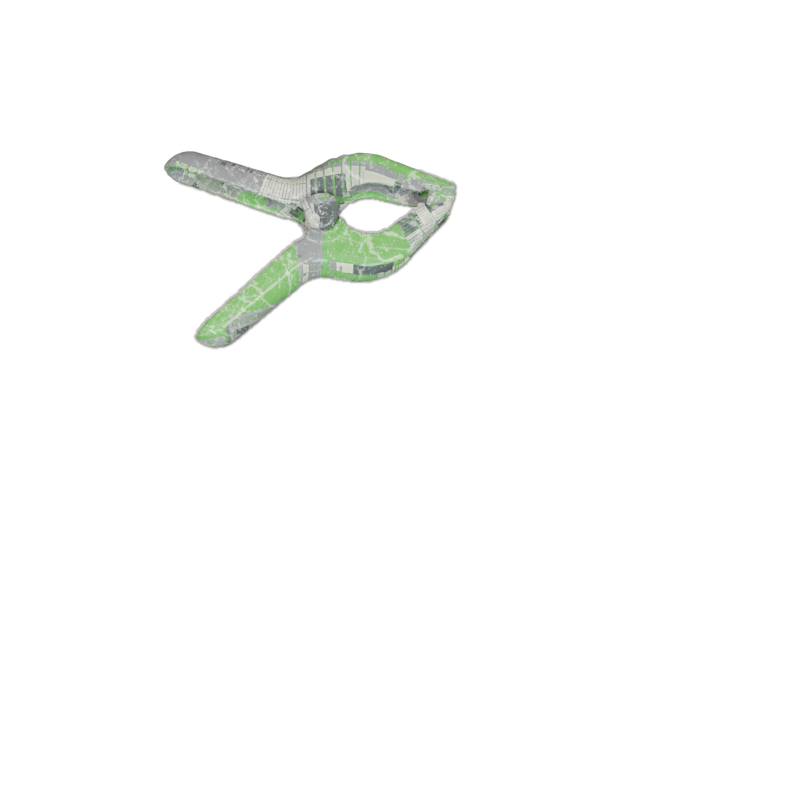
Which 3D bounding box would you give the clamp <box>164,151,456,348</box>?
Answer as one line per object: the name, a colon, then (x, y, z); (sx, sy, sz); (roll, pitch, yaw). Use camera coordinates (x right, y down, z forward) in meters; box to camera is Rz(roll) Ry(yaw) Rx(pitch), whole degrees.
clamp: (-0.051, -0.092, 0.646); (0.171, 0.124, 0.038); (-4, -14, -1)
